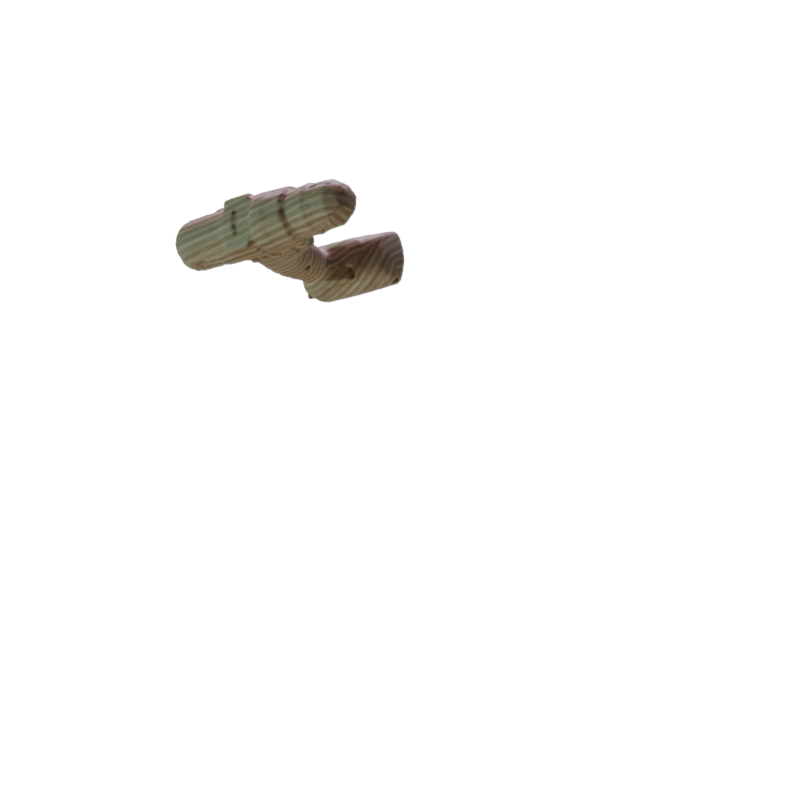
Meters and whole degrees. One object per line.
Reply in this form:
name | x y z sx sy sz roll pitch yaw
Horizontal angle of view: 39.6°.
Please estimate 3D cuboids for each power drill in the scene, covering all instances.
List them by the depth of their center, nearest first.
power drill | -0.078 -0.142 0.991 0.189 0.059 0.177 -9 -14 35
